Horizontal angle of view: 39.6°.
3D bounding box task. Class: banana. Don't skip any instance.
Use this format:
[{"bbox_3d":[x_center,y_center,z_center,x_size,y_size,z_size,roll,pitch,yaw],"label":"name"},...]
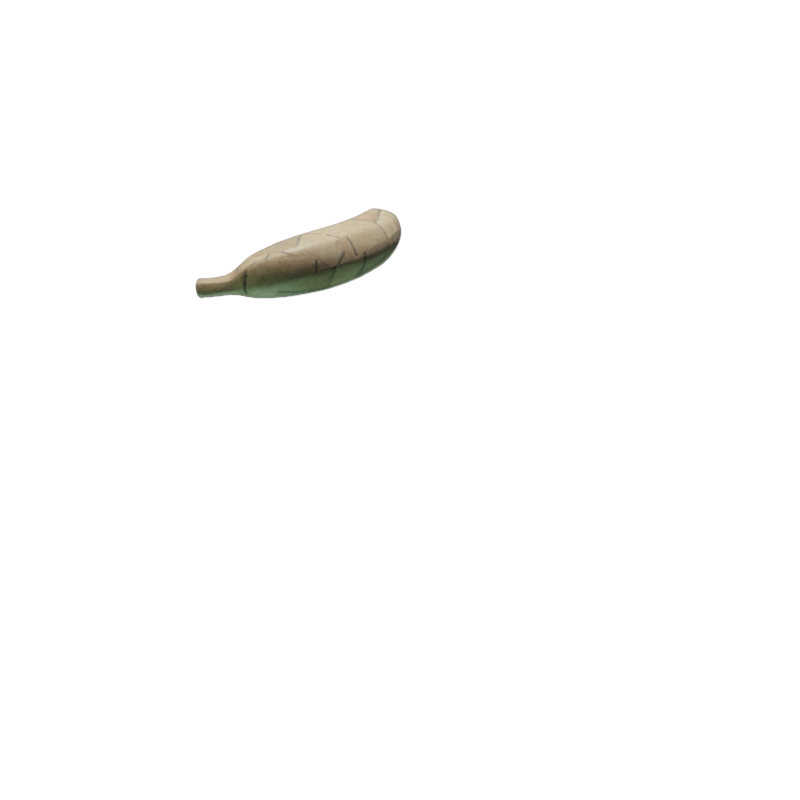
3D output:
[{"bbox_3d":[-0.045,-0.101,0.729,0.073,0.035,0.196,13,25,32],"label":"banana"}]
